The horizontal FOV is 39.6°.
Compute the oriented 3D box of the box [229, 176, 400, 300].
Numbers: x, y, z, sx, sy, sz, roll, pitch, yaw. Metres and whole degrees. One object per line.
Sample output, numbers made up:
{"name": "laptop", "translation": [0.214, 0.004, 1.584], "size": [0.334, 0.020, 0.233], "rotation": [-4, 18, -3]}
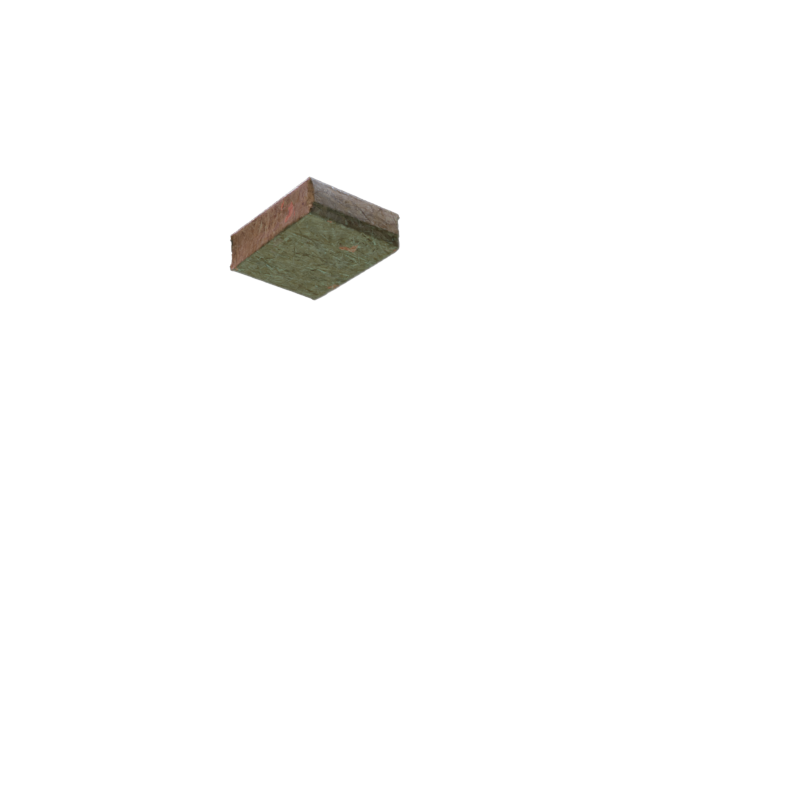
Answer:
{"name": "box", "translation": [-0.069, -0.126, 0.883], "size": [0.085, 0.041, 0.113], "rotation": [20, -34, -35]}
